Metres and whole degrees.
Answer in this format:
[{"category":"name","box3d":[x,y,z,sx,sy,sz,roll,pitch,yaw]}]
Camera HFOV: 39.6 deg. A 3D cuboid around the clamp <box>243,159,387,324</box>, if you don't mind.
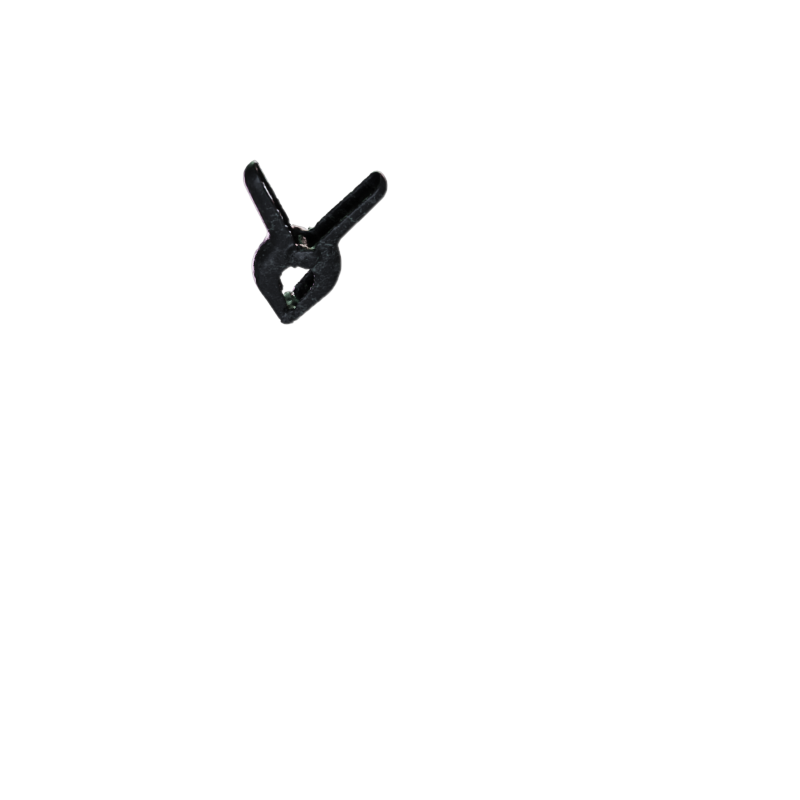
[{"category":"clamp","box3d":[-0.075,-0.137,0.958,0.120,0.042,0.160,3,-44,-3]}]
